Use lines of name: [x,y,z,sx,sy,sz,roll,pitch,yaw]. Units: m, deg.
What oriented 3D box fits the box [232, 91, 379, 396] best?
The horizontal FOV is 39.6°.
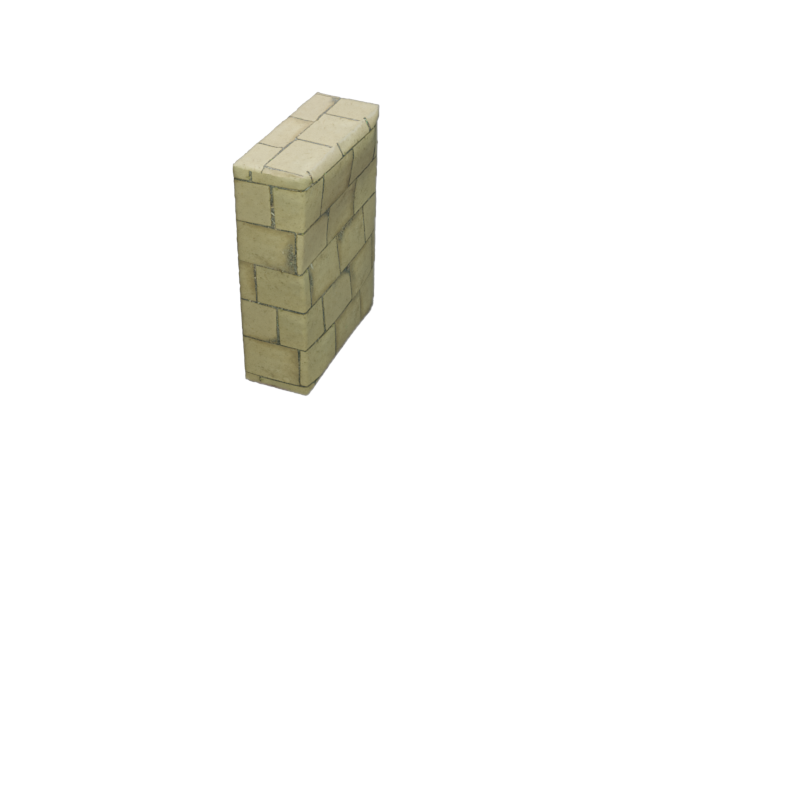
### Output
box: [-0.076,-0.139,0.973,0.074,0.200,0.169,13,36,16]
